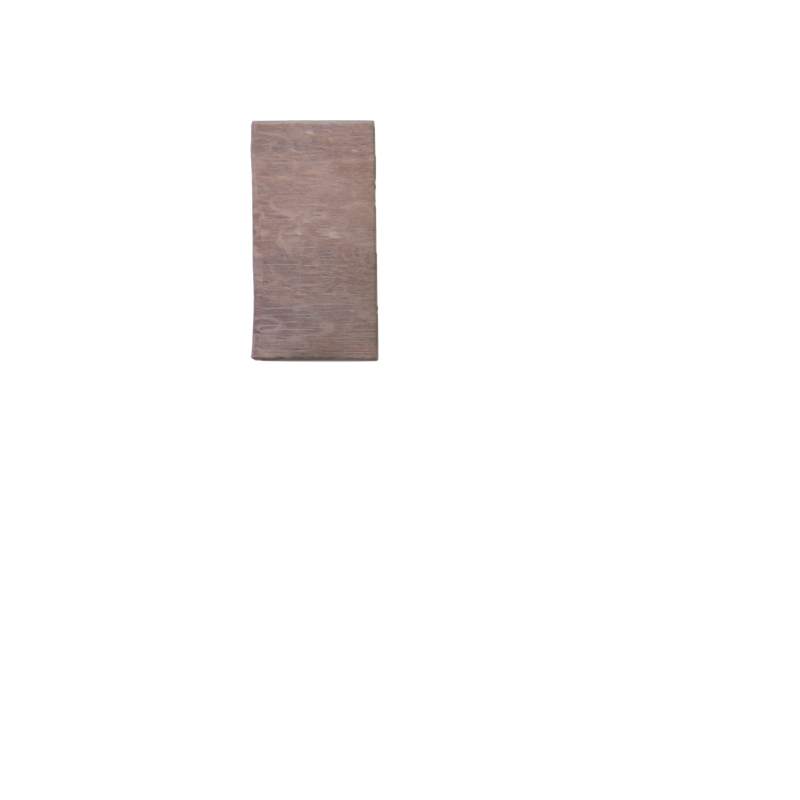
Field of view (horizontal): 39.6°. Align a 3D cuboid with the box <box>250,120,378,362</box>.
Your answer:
[{"bbox_3d":[-0.064,-0.117,0.819,0.093,0.179,0.047,0,-6,-3],"label":"box"}]
